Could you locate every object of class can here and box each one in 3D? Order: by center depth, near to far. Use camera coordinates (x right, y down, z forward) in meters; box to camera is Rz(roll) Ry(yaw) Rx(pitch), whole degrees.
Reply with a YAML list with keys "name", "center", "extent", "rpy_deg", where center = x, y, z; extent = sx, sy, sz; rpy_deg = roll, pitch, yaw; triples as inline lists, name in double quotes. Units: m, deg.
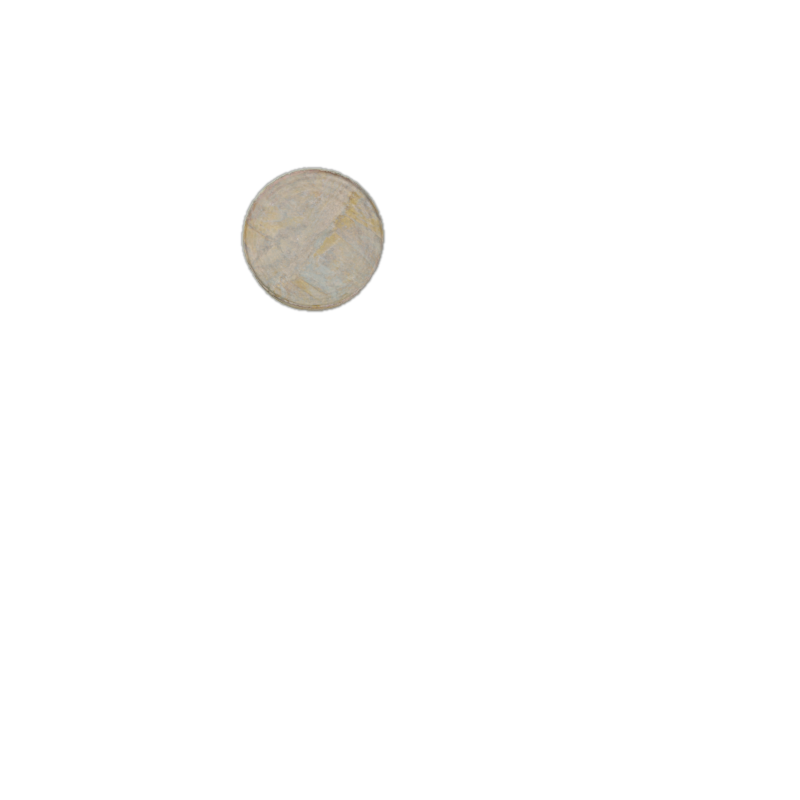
- name: "can"
  center: [-0.054, -0.098, 0.685]
  extent: [0.086, 0.088, 0.033]
  rpy_deg: [0, -8, -1]
